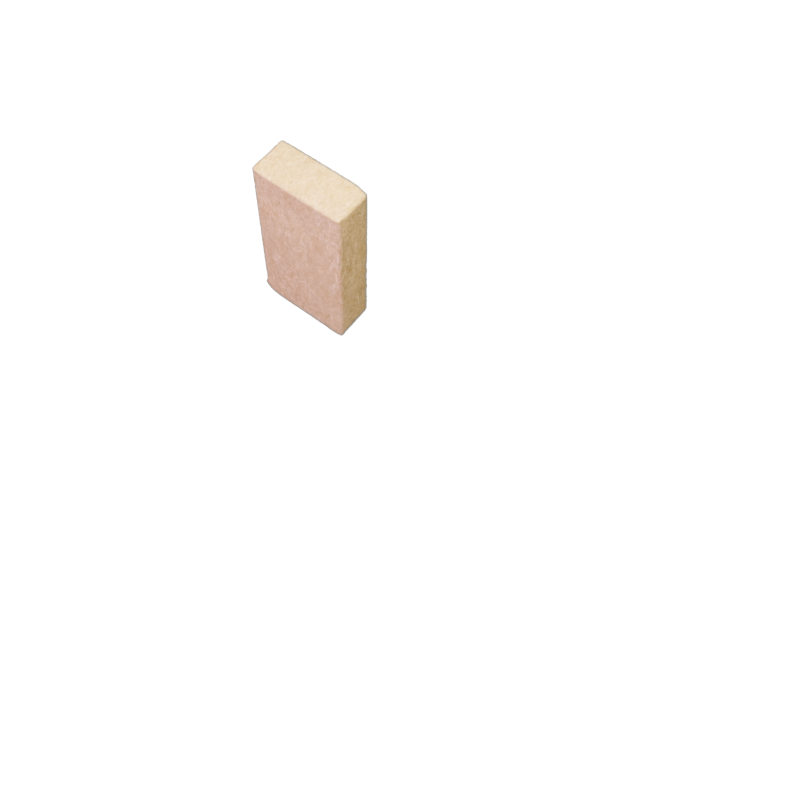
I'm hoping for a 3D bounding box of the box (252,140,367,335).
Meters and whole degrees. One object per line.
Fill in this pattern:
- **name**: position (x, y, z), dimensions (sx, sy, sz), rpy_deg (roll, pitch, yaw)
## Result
- **box**: position (-0.074, -0.136, 0.955), dimensions (0.098, 0.049, 0.165), rpy_deg (36, -27, 17)
